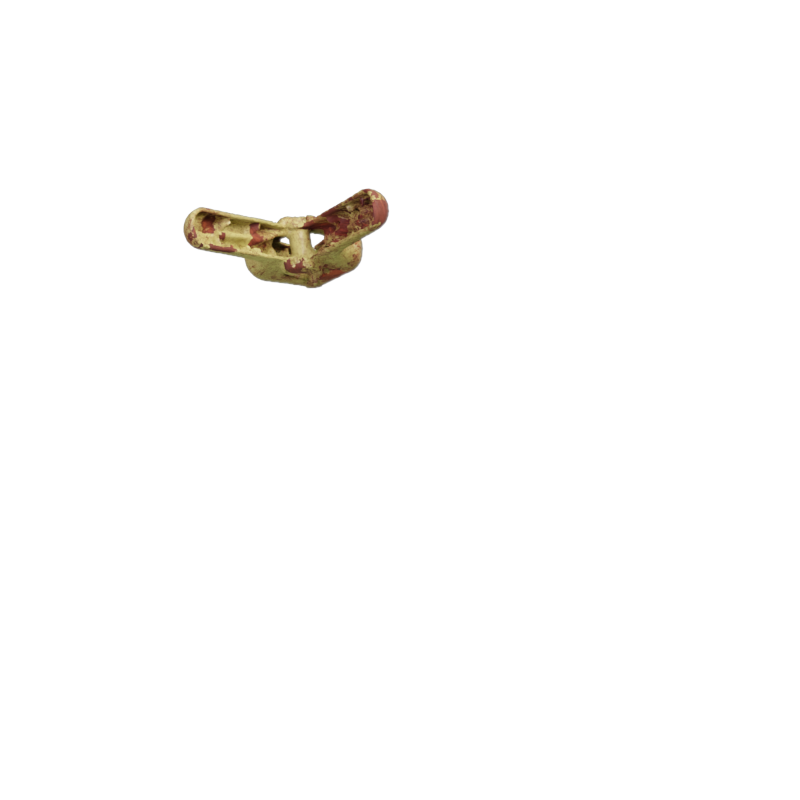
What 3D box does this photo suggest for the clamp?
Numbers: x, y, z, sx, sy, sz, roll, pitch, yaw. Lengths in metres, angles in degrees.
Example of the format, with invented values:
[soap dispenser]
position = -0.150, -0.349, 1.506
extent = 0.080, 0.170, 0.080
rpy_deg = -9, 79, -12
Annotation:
[clamp]
position = -0.056, -0.102, 0.713
extent = 0.122, 0.040, 0.166
rpy_deg = -1, -2, 12
